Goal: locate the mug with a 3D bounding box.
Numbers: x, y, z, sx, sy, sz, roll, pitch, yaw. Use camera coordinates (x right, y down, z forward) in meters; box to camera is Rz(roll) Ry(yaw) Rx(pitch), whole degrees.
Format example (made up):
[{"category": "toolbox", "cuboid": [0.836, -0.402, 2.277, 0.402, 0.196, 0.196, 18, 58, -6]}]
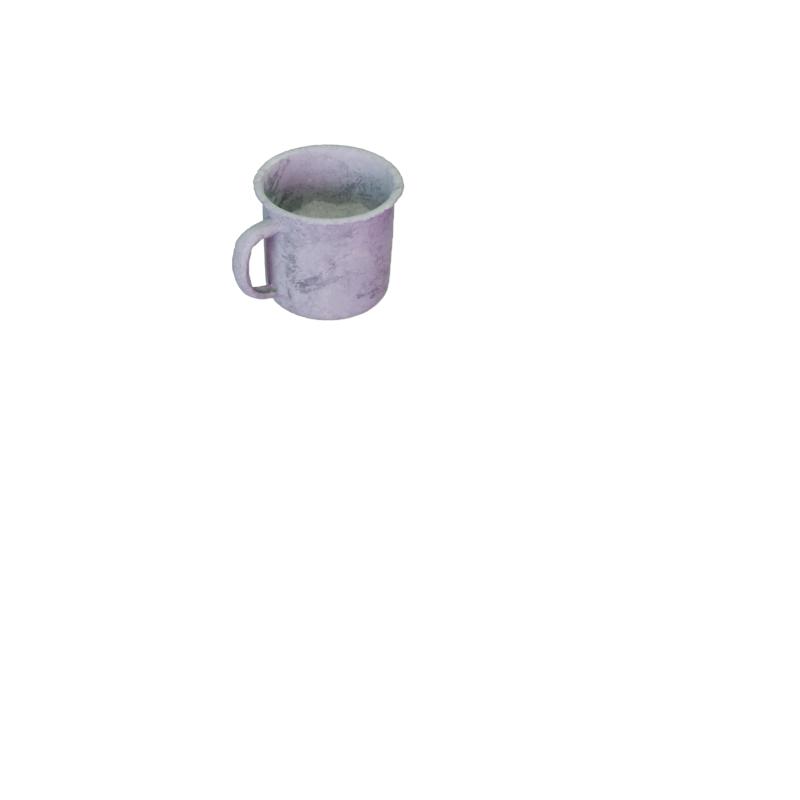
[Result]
[{"category": "mug", "cuboid": [-0.055, -0.100, 0.700, 0.117, 0.076, 0.100, -29, 48, -32]}]
